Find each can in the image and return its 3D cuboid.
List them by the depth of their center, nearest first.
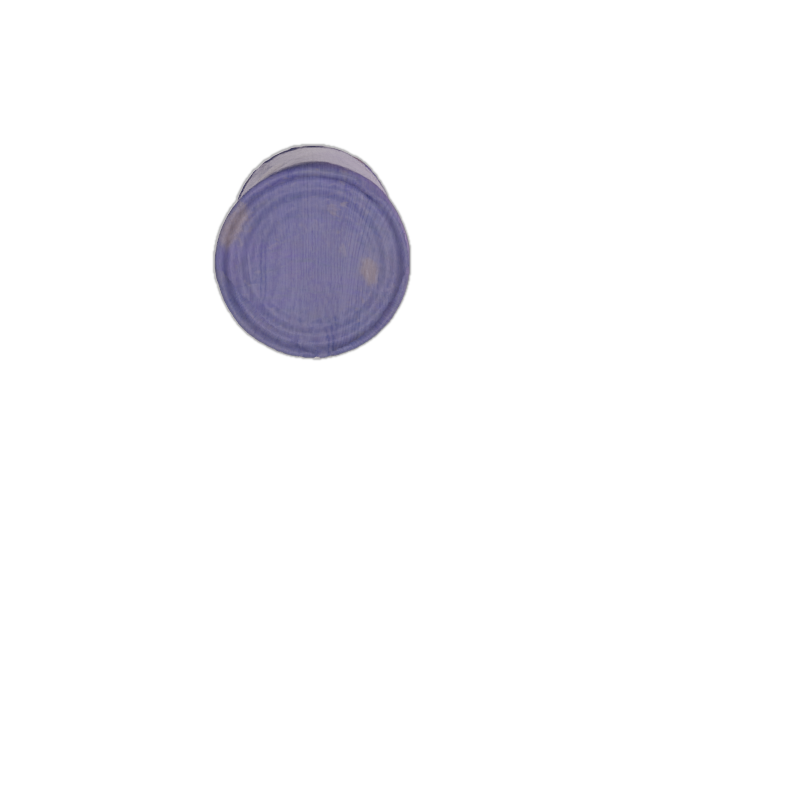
[{"bbox_3d":[-0.033,-0.060,0.418,0.068,0.067,0.105,0,14,-3],"label":"can"}]
